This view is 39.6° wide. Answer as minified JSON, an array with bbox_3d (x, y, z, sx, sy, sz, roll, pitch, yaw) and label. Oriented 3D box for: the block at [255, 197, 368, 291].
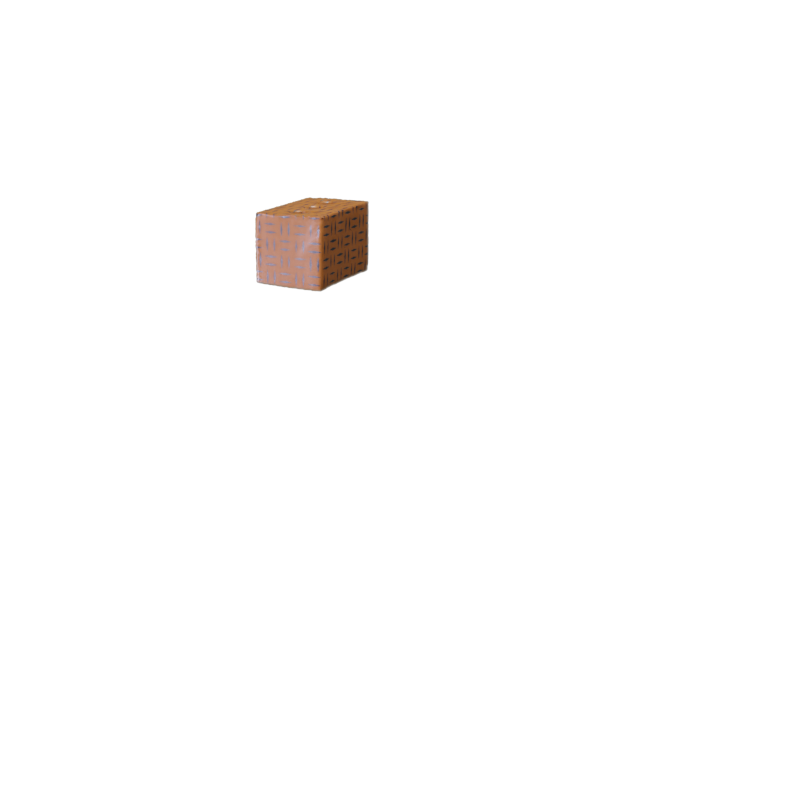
[{"bbox_3d":[-0.061,-0.111,0.779,0.055,0.050,0.078,7,18,23],"label":"block"}]
